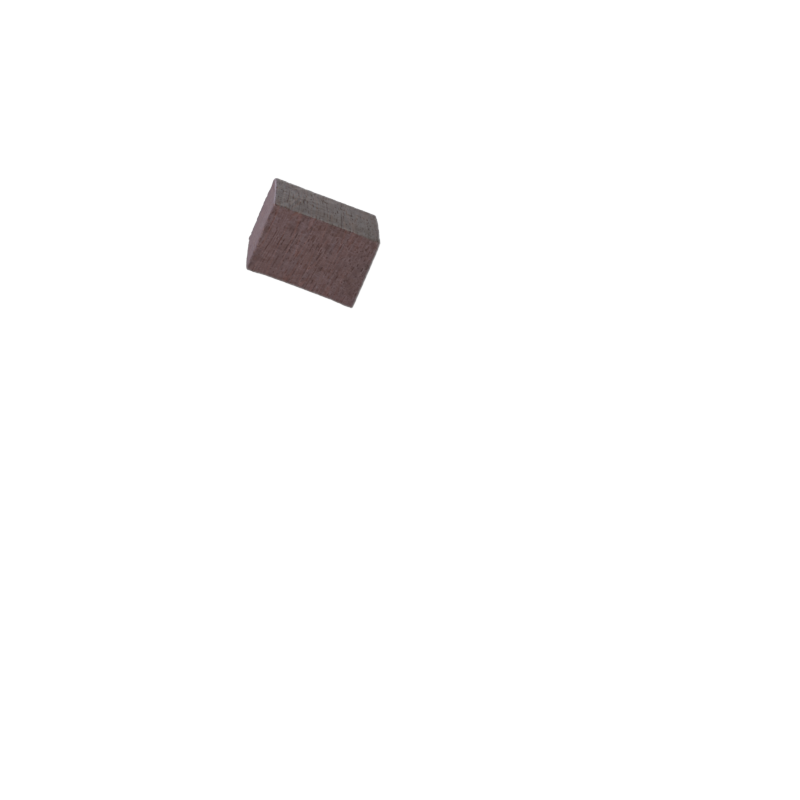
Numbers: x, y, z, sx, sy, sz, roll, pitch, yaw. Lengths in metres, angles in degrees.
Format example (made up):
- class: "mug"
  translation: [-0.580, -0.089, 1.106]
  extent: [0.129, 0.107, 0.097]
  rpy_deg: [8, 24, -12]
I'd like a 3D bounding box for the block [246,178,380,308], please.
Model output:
- class: "block"
  translation: [-0.059, -0.107, 0.748]
  extent: [0.076, 0.051, 0.054]
  rpy_deg: [21, 24, -11]
